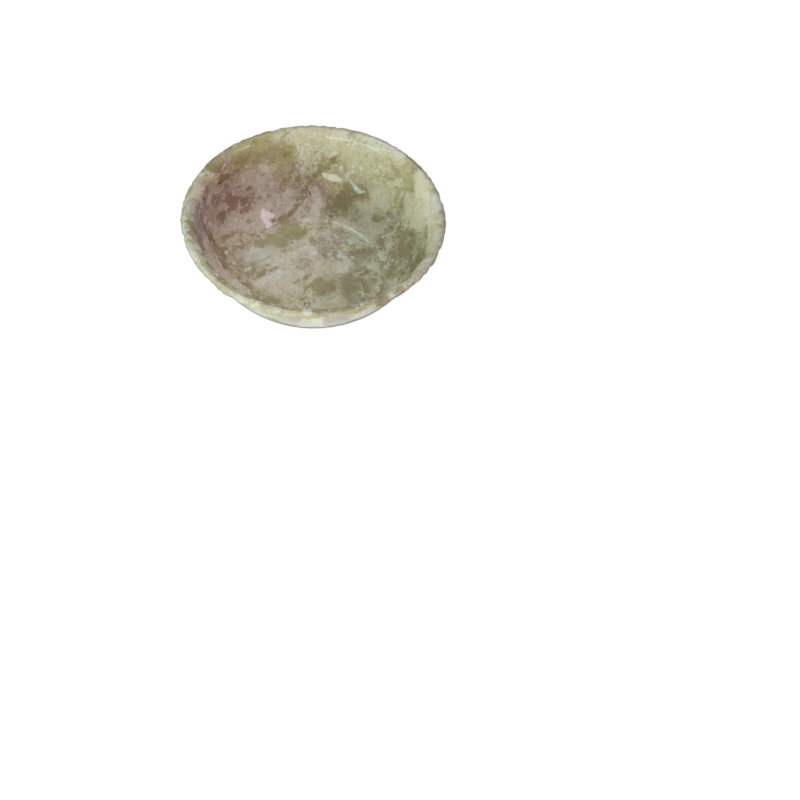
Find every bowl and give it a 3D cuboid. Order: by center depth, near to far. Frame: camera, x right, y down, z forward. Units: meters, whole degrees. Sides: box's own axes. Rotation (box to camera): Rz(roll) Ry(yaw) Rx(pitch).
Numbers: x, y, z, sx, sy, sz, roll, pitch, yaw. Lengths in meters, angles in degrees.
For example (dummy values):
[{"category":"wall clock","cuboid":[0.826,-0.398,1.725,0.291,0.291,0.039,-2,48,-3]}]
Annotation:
[{"category":"bowl","cuboid":[-0.054,-0.099,0.696,0.162,0.174,0.051,-1,-39,-1]}]
